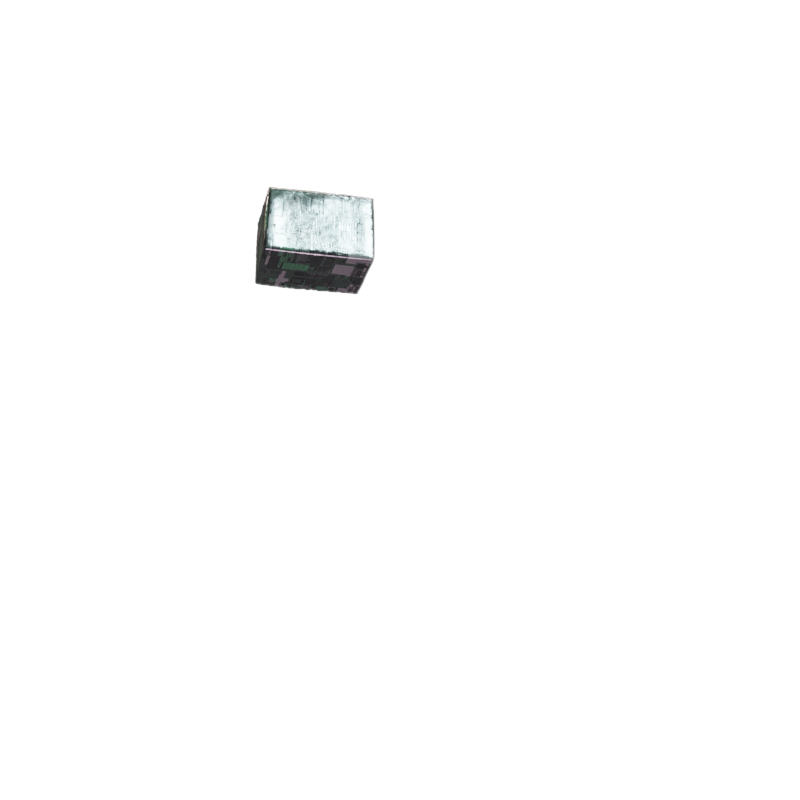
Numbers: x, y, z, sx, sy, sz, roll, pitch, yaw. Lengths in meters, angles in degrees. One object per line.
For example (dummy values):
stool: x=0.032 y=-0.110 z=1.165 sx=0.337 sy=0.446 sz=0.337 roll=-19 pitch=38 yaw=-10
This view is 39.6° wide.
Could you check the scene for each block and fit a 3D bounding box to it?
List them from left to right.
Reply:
block: x=-0.061 y=-0.112 z=0.784 sx=0.077 sy=0.054 sz=0.050 roll=5 pitch=-28 yaw=-11
